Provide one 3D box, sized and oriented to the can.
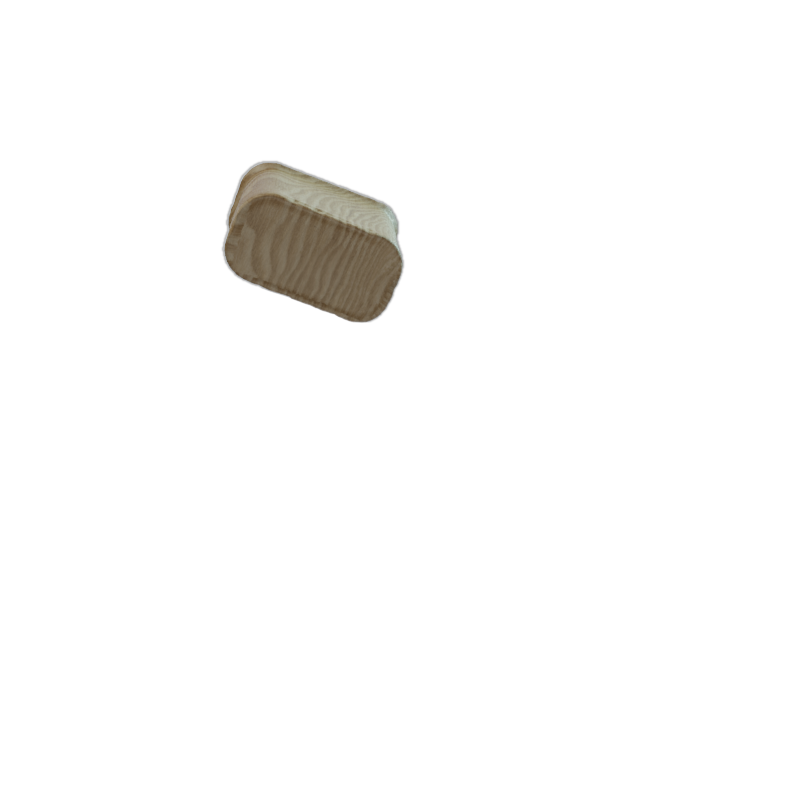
[{"bbox_3d":[-0.050,-0.091,0.638,0.101,0.056,0.087,20,17,-8],"label":"can"}]
